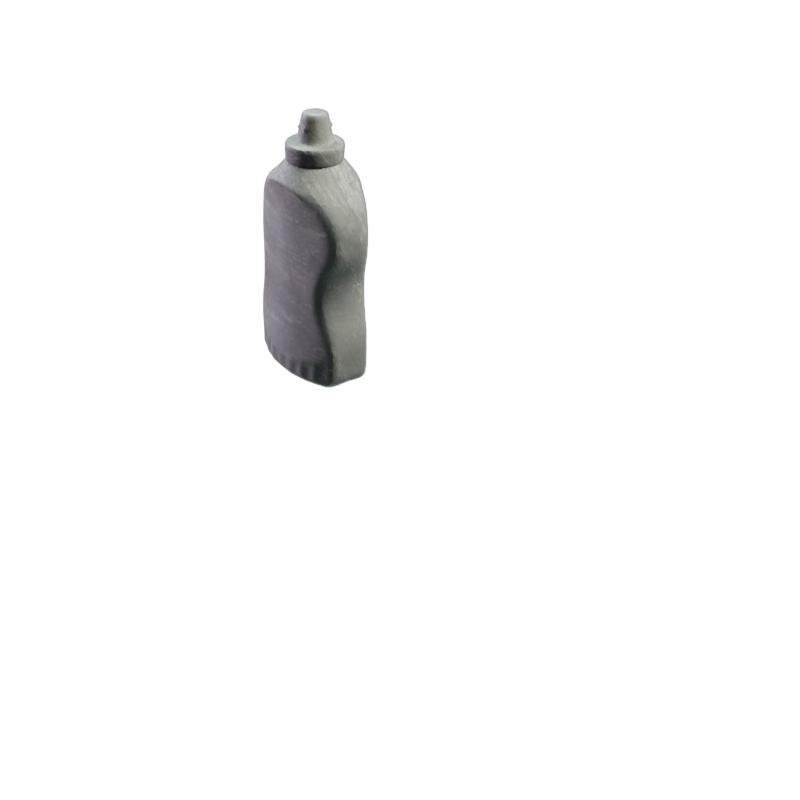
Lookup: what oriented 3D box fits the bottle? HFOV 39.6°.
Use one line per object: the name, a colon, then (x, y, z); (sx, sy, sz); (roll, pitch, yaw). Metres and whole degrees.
bottle: (-0.061, -0.112, 0.783); (0.057, 0.181, 0.103); (-15, 32, -30)
